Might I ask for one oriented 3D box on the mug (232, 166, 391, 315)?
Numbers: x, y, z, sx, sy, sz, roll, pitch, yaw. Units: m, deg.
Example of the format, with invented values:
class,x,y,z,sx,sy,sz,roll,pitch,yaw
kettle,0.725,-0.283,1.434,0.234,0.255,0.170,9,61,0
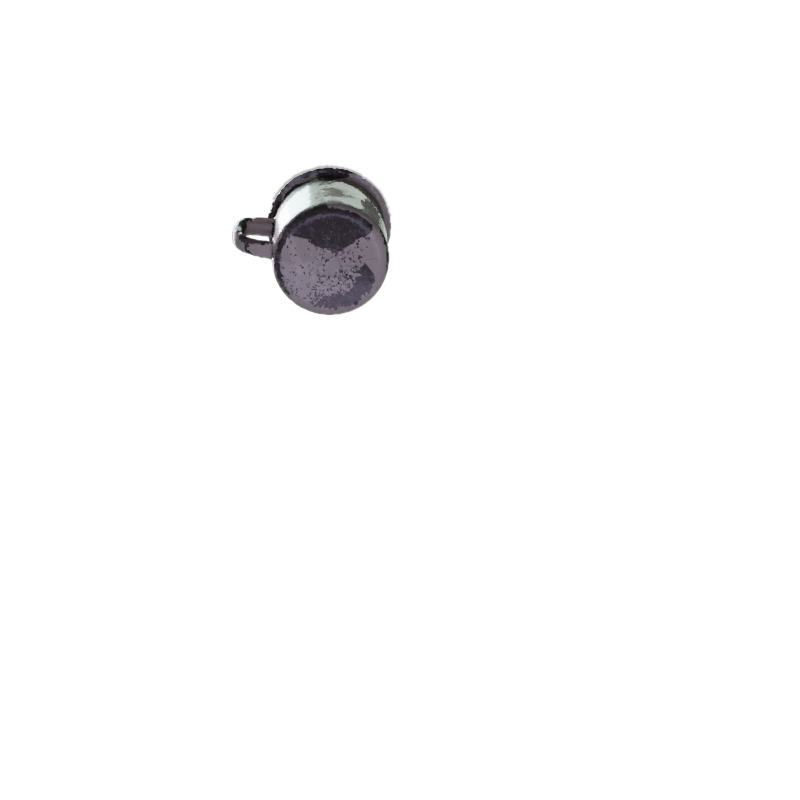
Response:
class,x,y,z,sx,sy,sz,roll,pitch,yaw
mug,-0.062,-0.114,0.796,0.116,0.089,0.086,8,22,-5
